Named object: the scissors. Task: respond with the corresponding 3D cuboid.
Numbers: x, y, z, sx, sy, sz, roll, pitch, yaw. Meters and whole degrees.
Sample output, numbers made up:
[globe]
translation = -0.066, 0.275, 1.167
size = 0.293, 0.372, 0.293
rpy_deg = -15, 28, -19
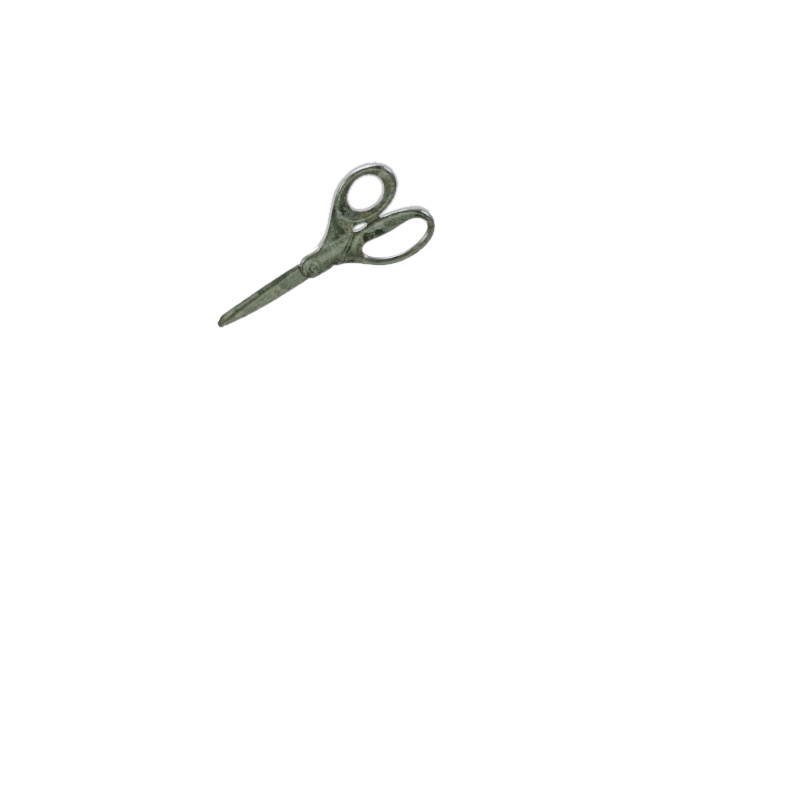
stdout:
[scissors]
translation = -0.072, -0.132, 0.925
size = 0.202, 0.092, 0.016
rpy_deg = -17, 17, 5
